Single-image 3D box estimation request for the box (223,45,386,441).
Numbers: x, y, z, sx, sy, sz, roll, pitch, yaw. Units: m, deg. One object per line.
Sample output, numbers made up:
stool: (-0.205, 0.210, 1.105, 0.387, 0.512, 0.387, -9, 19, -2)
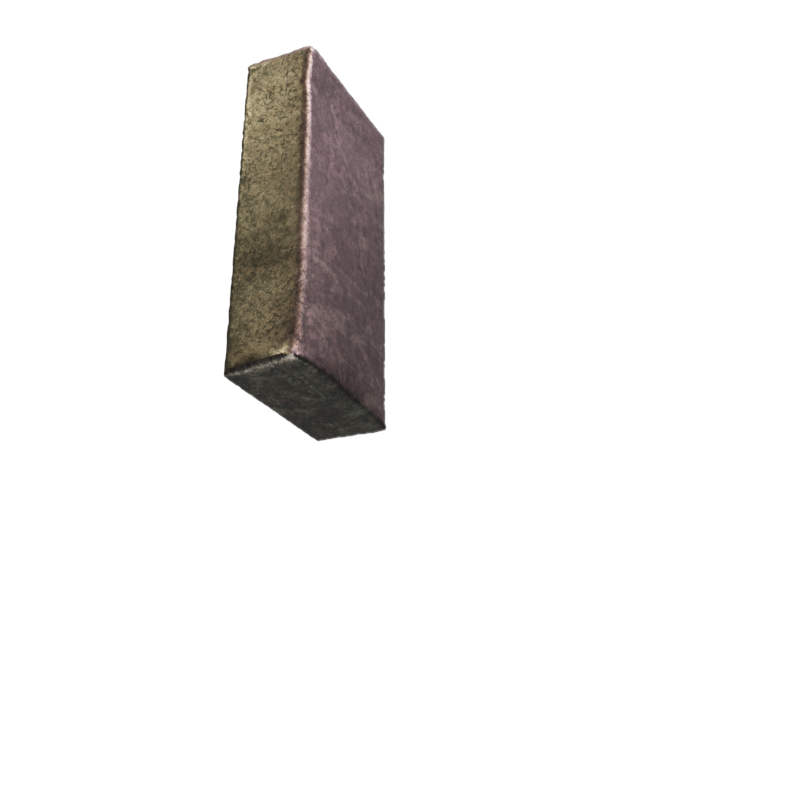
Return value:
box: (-0.044, -0.079, 0.558, 0.049, 0.188, 0.086, -15, -32, 21)
